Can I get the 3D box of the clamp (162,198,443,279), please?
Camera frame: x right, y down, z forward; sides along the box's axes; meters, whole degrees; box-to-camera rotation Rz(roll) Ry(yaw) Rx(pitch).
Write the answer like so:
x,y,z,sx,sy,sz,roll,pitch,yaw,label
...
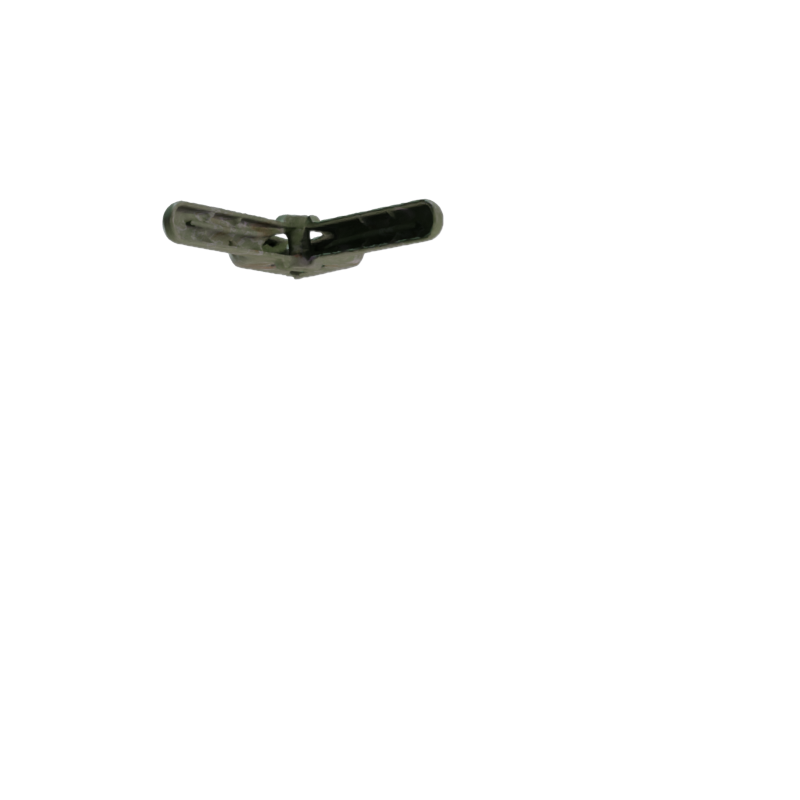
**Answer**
x,y,z,sx,sy,sz,roll,pitch,yaw,label
-0.058,-0.105,0.735,0.165,0.037,0.207,0,0,1,clamp
